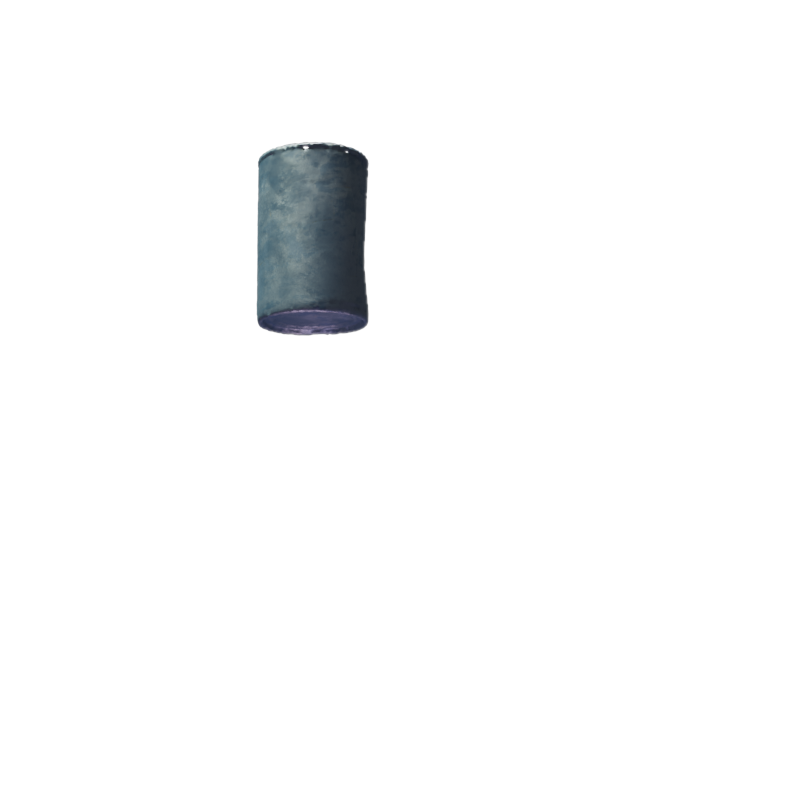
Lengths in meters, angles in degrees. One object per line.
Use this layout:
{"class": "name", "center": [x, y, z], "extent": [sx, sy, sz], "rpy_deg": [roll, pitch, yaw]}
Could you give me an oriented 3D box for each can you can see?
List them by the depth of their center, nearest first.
{"class": "can", "center": [-0.052, -0.095, 0.666], "extent": [0.068, 0.106, 0.066], "rpy_deg": [0, -15, -2]}
